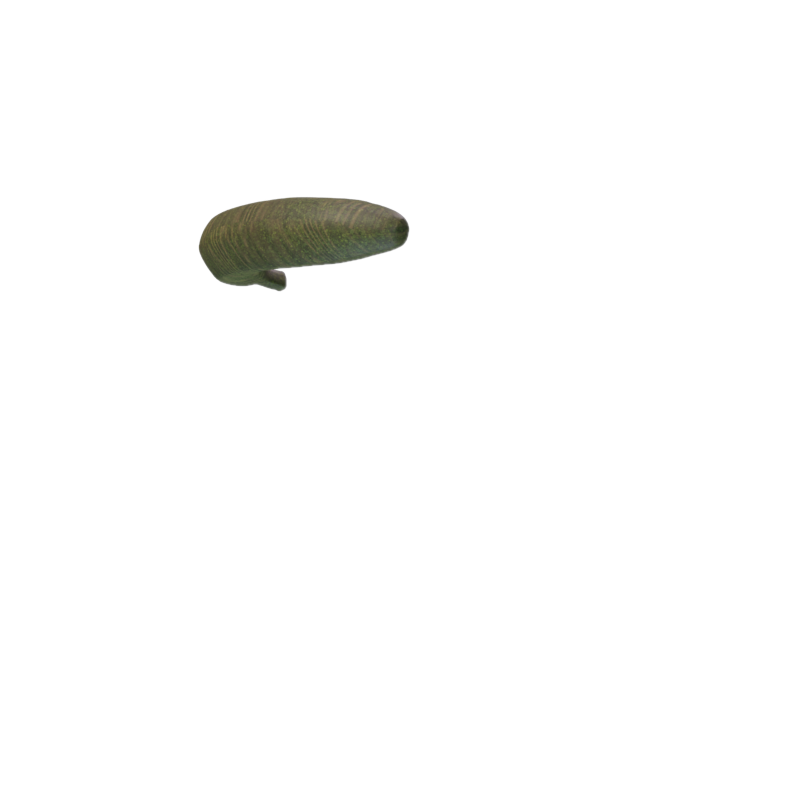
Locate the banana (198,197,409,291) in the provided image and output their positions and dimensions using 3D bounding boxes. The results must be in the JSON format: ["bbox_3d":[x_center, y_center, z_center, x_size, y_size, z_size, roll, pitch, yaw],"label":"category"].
[{"bbox_3d":[-0.064,-0.083,0.580,0.068,0.037,0.201,0,1,-22],"label":"banana"}]
